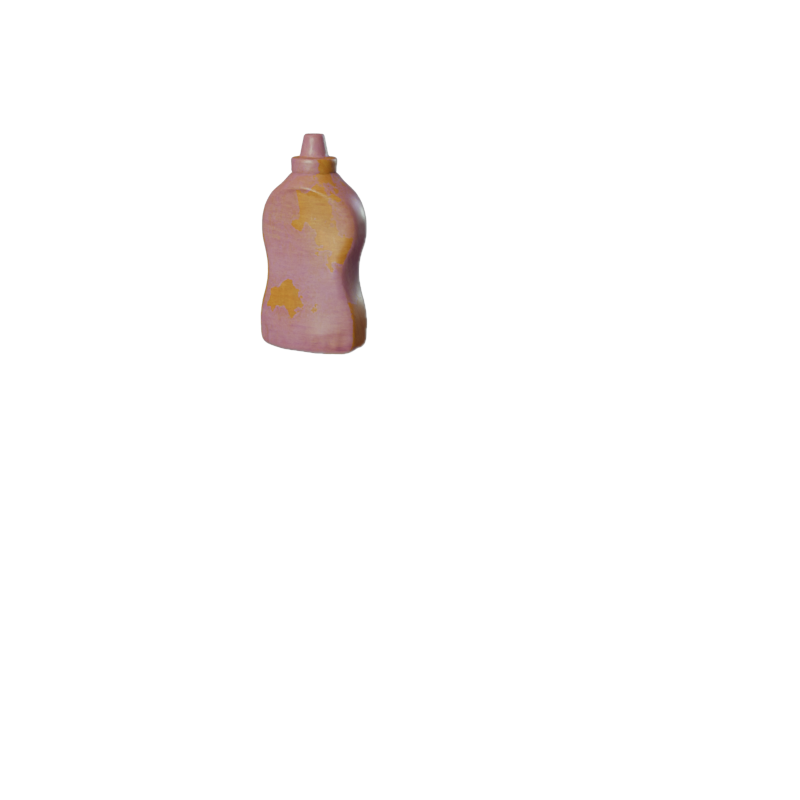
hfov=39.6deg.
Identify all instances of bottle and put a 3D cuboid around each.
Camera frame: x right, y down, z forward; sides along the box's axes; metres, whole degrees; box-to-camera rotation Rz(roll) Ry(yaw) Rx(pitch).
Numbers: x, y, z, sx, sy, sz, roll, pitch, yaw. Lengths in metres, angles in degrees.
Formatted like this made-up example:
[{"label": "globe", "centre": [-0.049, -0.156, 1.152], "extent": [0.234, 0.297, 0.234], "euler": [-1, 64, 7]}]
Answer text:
[{"label": "bottle", "centre": [-0.077, -0.141, 0.989], "extent": [0.100, 0.187, 0.057], "euler": [7, 12, 28]}]
